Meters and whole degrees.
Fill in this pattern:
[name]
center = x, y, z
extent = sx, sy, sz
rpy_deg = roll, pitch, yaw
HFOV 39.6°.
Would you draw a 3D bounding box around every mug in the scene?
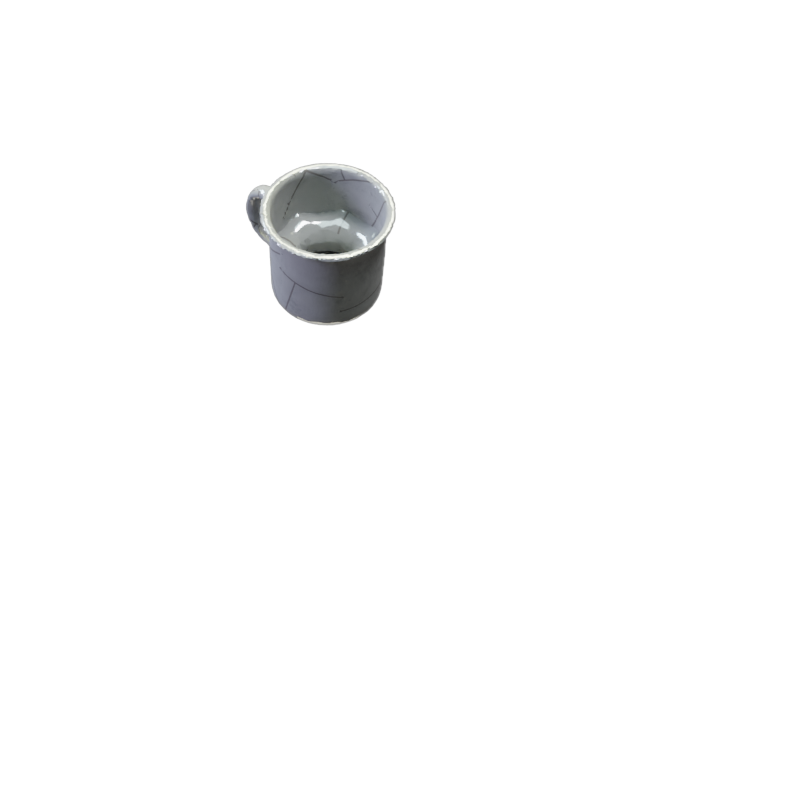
[mug]
center = -0.062, -0.113, 0.790
extent = 0.122, 0.096, 0.076
rpy_deg = 27, -35, 19
